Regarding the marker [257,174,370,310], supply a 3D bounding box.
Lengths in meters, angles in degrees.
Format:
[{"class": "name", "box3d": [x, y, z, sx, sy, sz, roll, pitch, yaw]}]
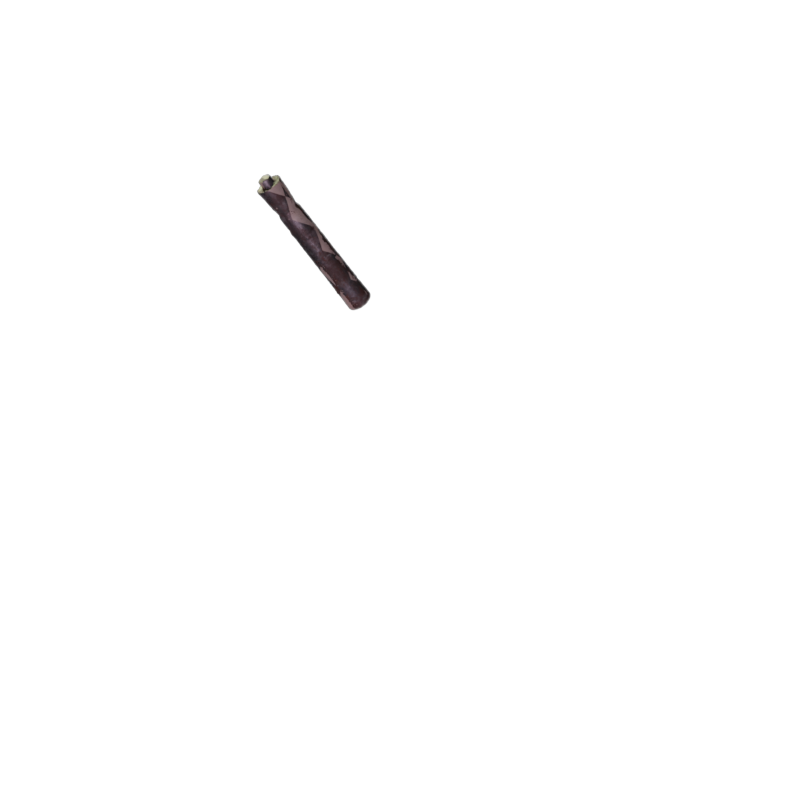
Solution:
[{"class": "marker", "box3d": [-0.061, -0.111, 0.775, 0.020, 0.113, 0.021, -30, 28, 17]}]
